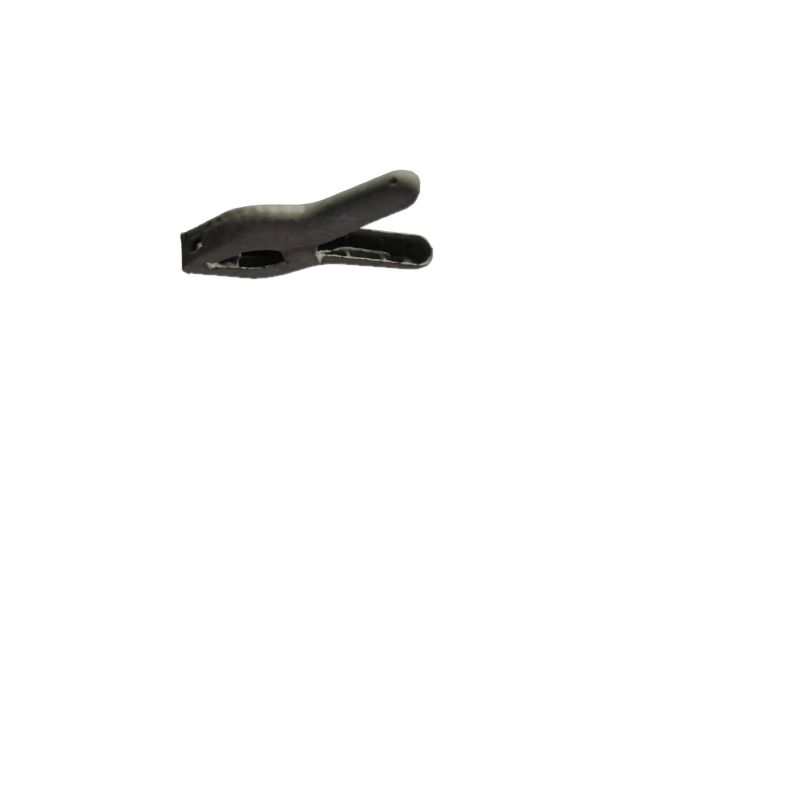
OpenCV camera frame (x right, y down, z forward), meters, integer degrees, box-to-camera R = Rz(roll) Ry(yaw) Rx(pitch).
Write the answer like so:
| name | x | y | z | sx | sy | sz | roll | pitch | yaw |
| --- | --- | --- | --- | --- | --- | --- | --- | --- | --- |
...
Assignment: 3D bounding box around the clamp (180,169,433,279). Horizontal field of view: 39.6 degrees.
| name | x | y | z | sx | sy | sz | roll | pitch | yaw |
| --- | --- | --- | --- | --- | --- | --- | --- | --- | --- |
| clamp | -0.058 | -0.106 | 0.741 | 0.174 | 0.041 | 0.112 | -7 | -24 | 15 |
